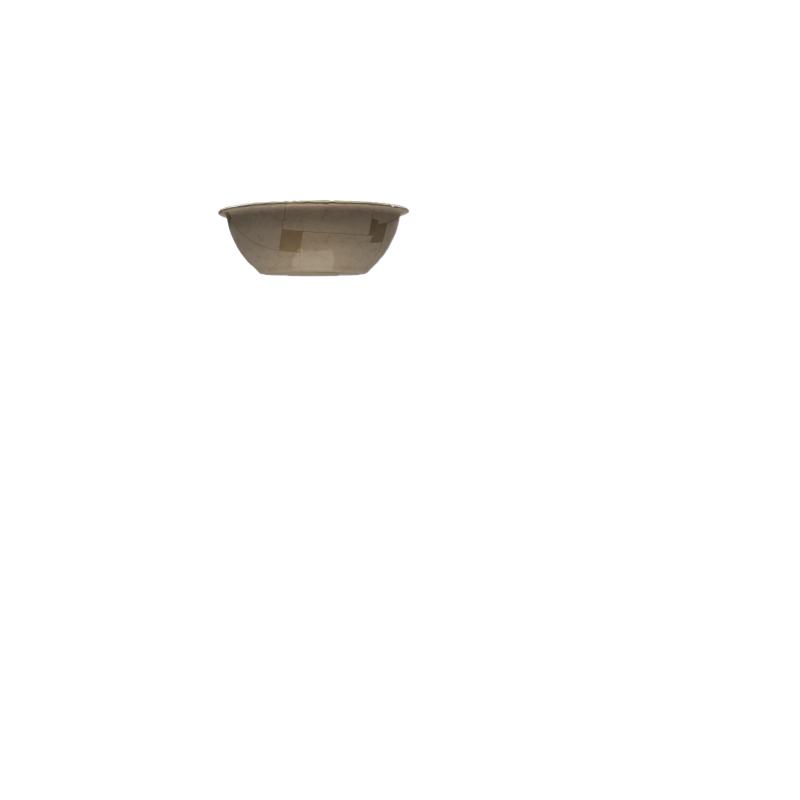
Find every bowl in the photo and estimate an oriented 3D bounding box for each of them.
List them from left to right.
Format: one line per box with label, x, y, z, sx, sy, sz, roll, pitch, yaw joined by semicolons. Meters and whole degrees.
bowl;-0.073;-0.134;0.938;0.162;0.055;0.162;0;3;-2
